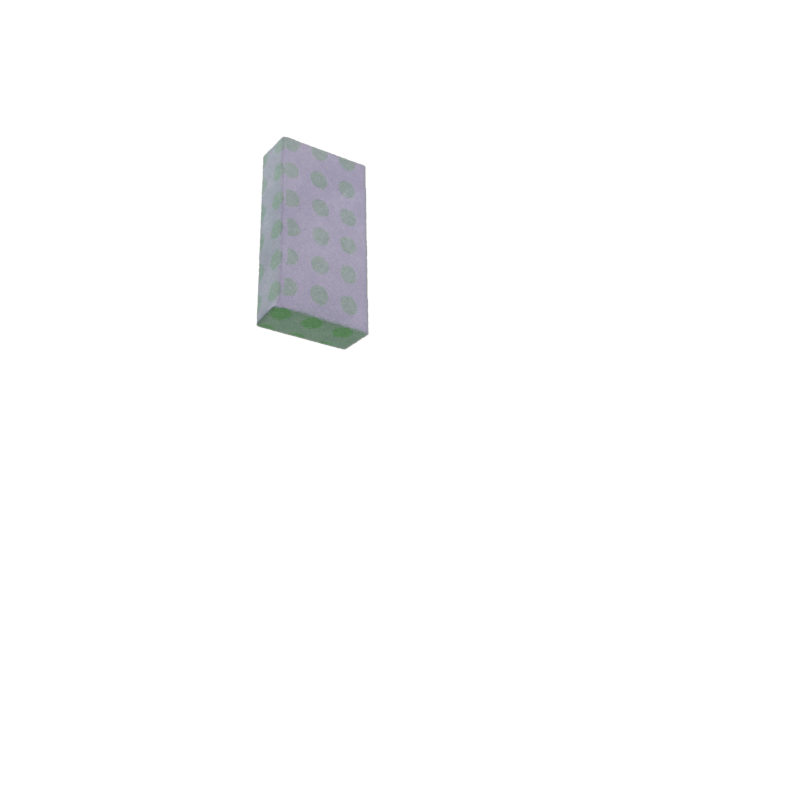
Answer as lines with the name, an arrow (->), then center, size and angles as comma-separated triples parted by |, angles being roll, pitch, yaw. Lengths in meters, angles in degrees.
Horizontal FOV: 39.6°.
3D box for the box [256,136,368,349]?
box -> -0.077, -0.141, 0.987 | 0.089, 0.188, 0.047 | 16, -35, -28
